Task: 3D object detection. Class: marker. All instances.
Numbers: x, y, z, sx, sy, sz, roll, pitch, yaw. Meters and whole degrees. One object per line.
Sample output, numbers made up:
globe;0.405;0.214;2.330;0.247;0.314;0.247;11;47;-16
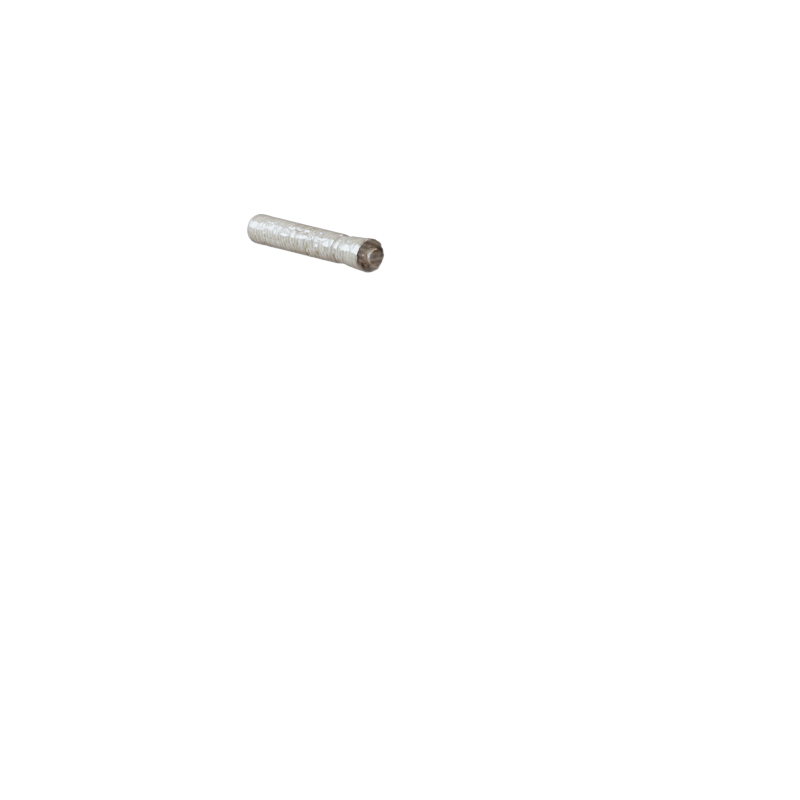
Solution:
marker;-0.050;-0.092;0.641;0.019;0.019;0.128;-3;16;-36
